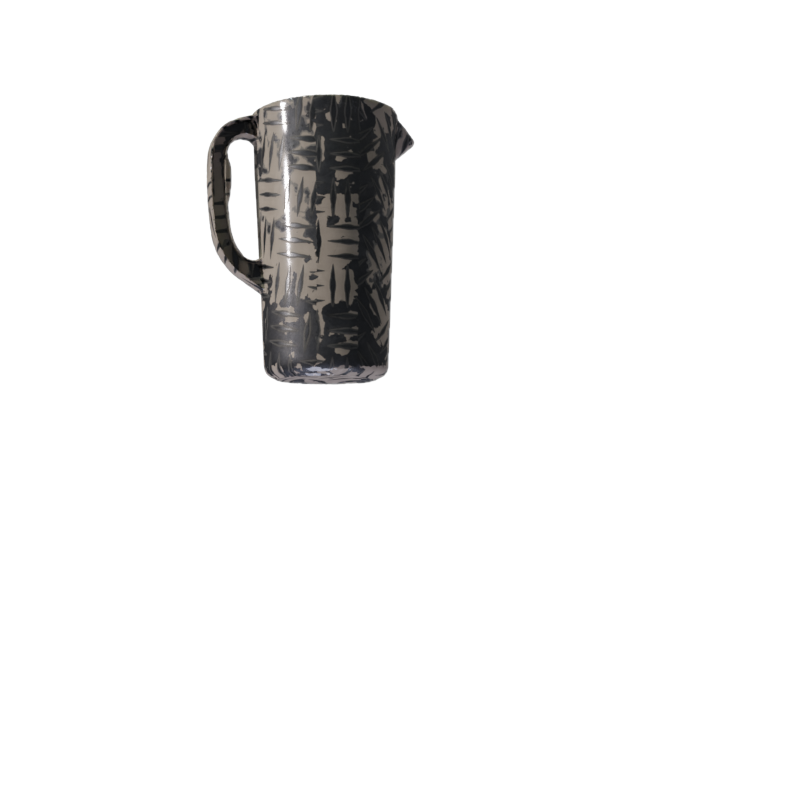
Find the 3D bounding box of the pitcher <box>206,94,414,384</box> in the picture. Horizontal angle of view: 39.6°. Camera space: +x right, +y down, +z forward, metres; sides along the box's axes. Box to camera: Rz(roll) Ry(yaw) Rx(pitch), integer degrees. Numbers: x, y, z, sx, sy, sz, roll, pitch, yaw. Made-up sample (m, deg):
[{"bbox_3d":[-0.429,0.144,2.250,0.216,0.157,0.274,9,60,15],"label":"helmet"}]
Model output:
[{"bbox_3d":[-0.077,-0.140,0.978,0.153,0.250,0.138,-6,-11,26],"label":"pitcher"}]
